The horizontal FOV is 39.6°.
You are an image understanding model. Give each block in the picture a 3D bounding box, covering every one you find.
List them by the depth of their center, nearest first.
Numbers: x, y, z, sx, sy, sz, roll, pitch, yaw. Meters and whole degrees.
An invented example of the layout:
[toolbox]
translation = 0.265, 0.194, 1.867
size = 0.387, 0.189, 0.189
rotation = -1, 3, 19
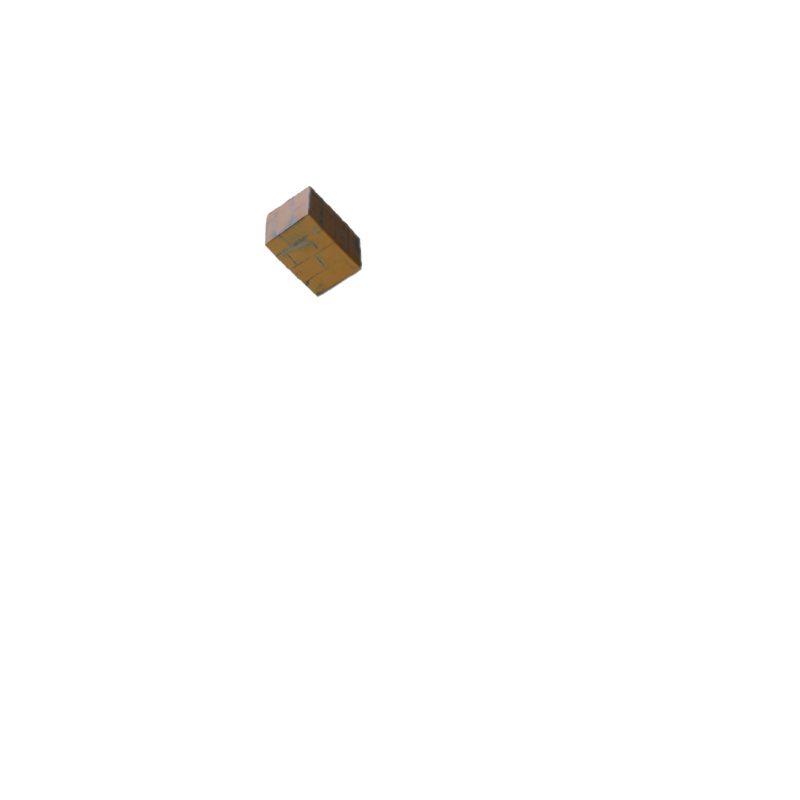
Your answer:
[block]
translation = -0.078, -0.143, 1.000
size = 0.052, 0.073, 0.055
rotation = -32, 32, 21
